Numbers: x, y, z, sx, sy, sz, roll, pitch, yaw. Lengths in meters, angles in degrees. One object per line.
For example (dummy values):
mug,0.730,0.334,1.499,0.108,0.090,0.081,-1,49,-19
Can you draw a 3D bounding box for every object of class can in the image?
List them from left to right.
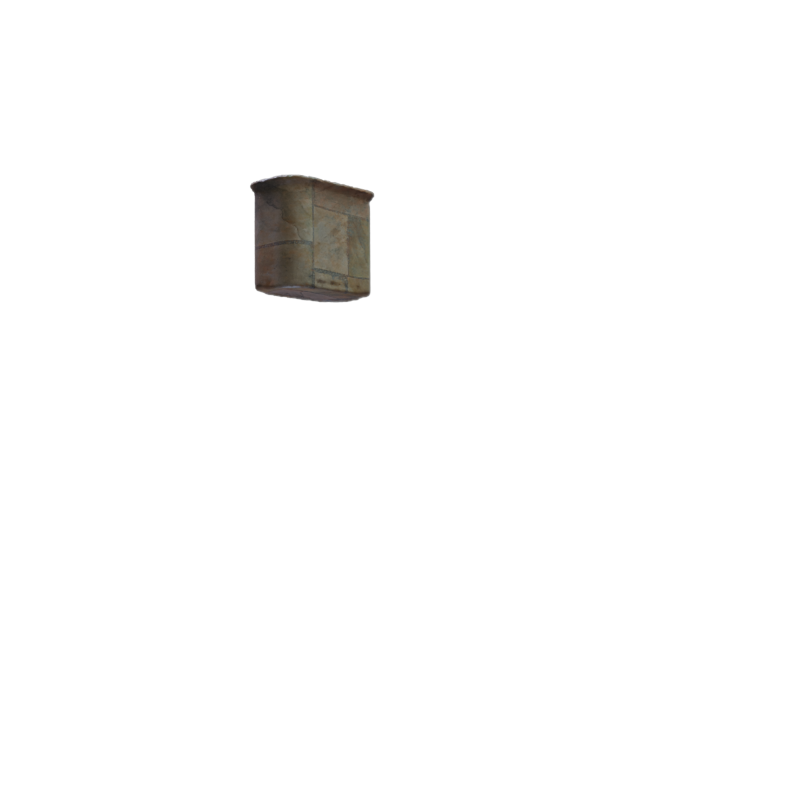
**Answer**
can,-0.067,-0.122,0.852,0.059,0.086,0.097,-7,-9,41
